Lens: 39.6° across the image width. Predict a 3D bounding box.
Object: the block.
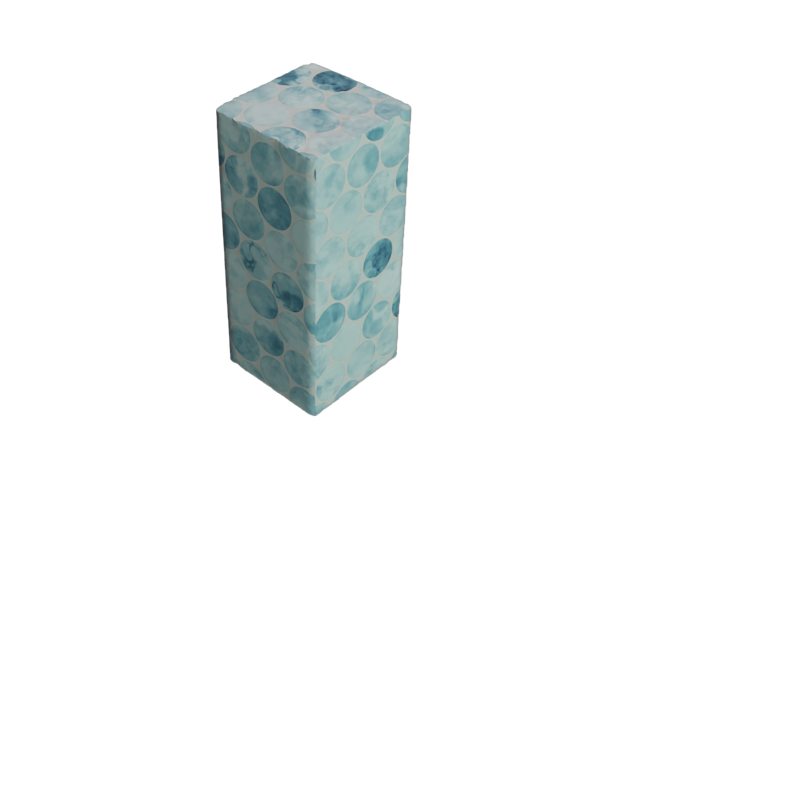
[{"bbox_3d":[-0.059,-0.107,0.743,0.096,0.192,0.091,31,47,29],"label":"block"}]
